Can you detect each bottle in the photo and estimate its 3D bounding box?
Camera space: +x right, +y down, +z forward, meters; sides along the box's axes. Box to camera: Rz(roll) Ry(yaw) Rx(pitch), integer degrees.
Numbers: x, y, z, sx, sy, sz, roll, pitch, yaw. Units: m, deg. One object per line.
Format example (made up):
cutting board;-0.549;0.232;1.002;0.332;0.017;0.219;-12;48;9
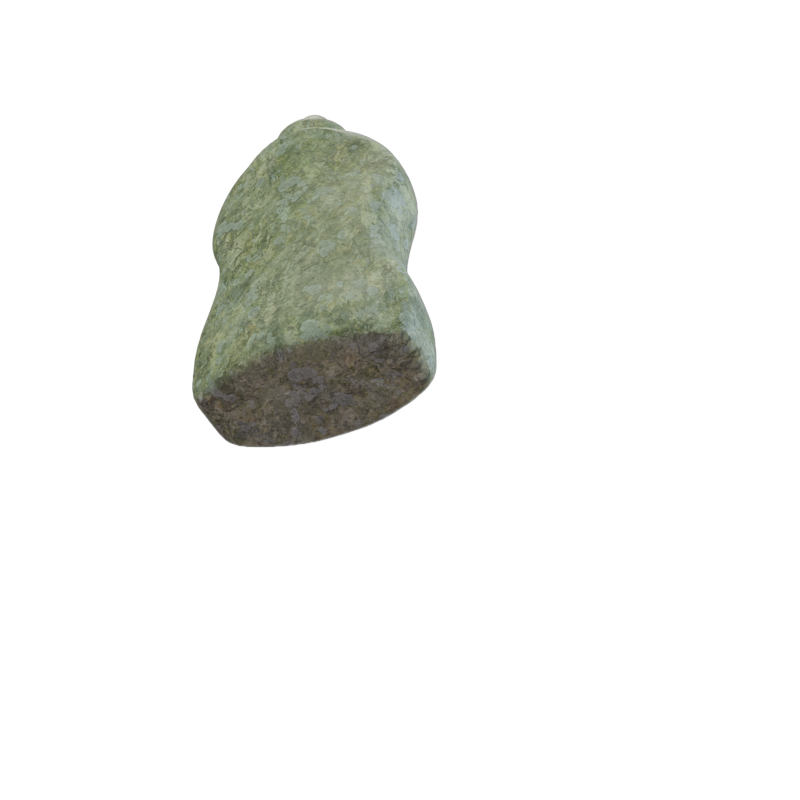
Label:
bottle;-0.039;-0.071;0.502;0.096;0.206;0.054;-20;-49;15
